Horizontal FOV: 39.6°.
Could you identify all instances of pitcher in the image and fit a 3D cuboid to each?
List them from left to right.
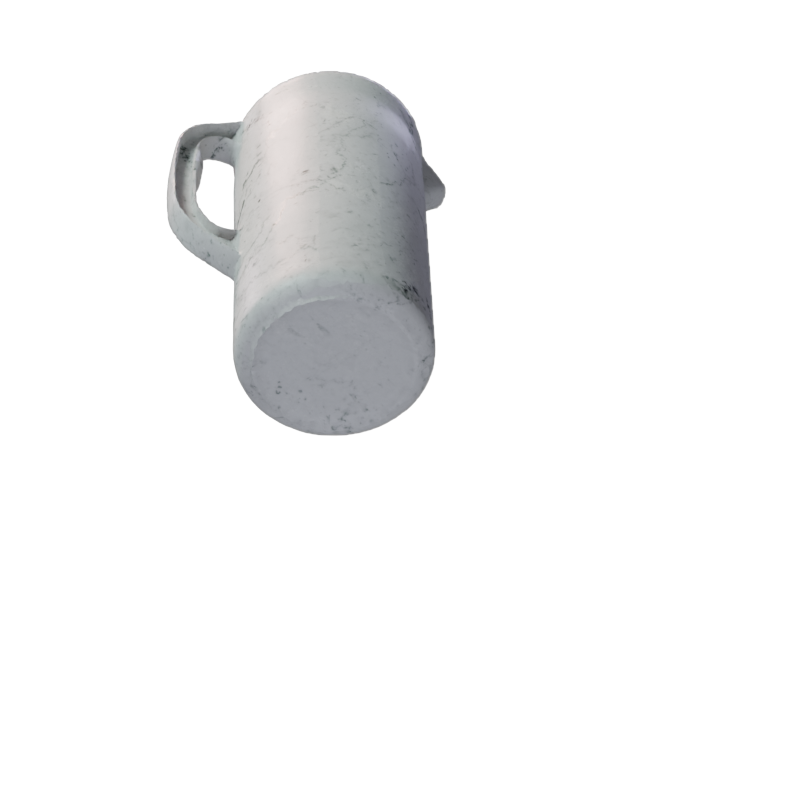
[{"bbox_3d":[-0.053,-0.097,0.681,0.149,0.135,0.260,-24,34,14],"label":"pitcher"}]
